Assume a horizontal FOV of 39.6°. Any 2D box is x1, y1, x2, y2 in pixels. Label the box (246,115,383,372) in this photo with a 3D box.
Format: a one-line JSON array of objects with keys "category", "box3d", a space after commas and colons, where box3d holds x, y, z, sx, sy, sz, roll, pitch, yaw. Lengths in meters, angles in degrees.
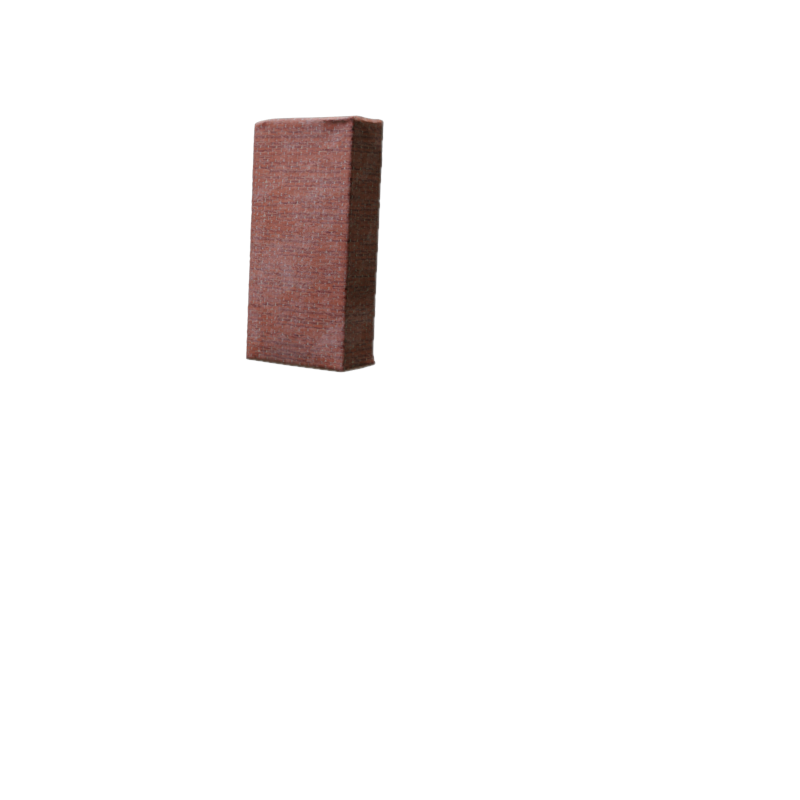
[{"category": "box", "box3d": [-0.062, -0.113, 0.793, 0.097, 0.175, 0.046, 3, 4, 36]}]
